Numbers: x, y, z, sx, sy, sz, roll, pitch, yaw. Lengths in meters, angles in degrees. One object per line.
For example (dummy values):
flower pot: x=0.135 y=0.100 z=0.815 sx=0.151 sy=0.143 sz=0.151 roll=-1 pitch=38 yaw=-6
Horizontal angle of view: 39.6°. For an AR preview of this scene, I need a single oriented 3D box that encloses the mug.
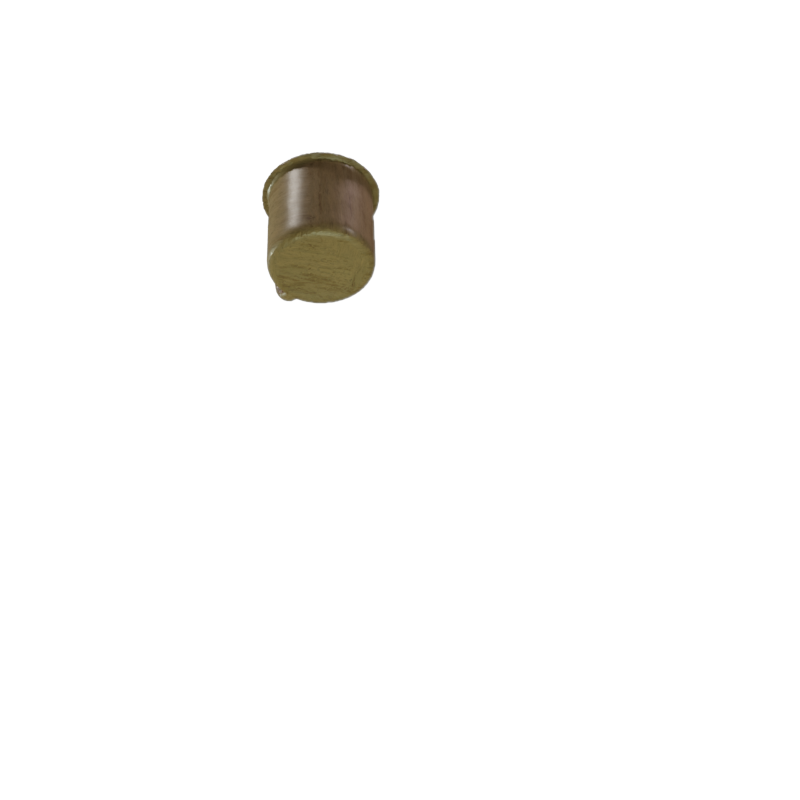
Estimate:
mug: x=-0.067 y=-0.122 z=0.857 sx=0.089 sy=0.087 sz=0.114 roll=22 pitch=-47 yaw=-24
